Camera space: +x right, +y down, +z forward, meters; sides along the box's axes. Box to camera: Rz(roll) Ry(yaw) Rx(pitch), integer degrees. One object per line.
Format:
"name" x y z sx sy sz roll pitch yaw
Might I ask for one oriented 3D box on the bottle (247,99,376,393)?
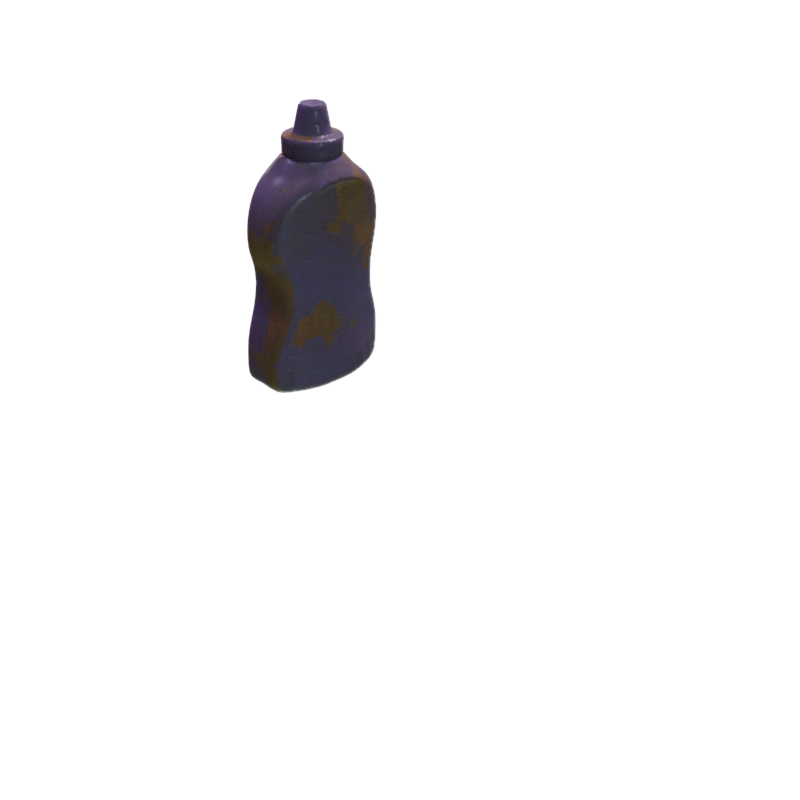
"bottle" -0.059 -0.106 0.743 0.095 0.182 0.062 -19 32 -38
